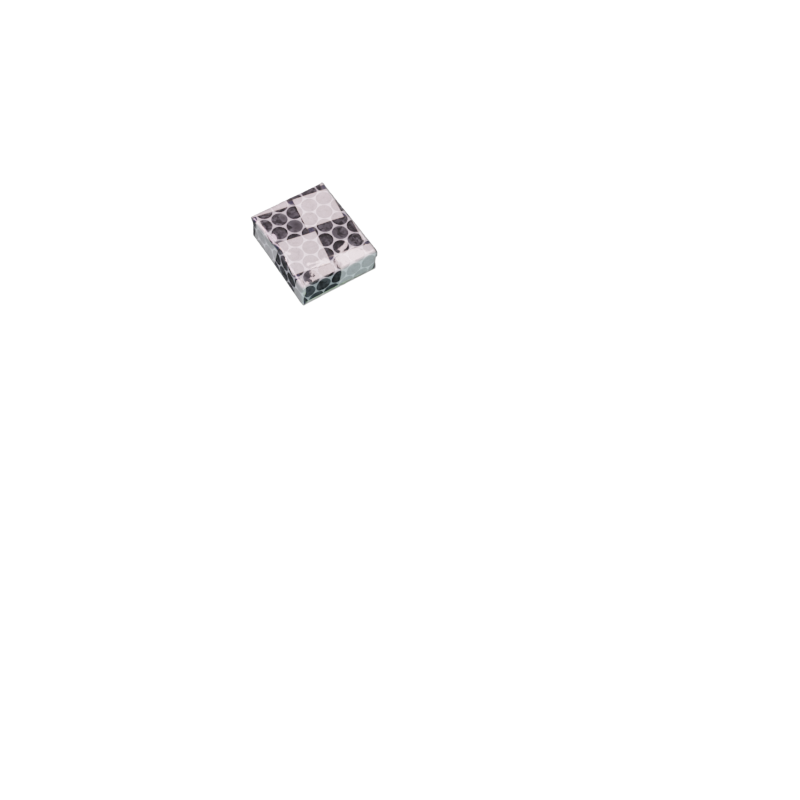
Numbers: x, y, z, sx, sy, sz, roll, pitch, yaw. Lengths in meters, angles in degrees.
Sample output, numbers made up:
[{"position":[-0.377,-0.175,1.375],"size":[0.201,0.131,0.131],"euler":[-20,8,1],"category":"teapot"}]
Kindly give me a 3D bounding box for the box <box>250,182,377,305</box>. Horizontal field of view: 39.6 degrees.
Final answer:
[{"position":[-0.074,-0.134,0.939],"size":[0.073,0.095,0.028],"euler":[-28,-28,-17],"category":"box"}]
